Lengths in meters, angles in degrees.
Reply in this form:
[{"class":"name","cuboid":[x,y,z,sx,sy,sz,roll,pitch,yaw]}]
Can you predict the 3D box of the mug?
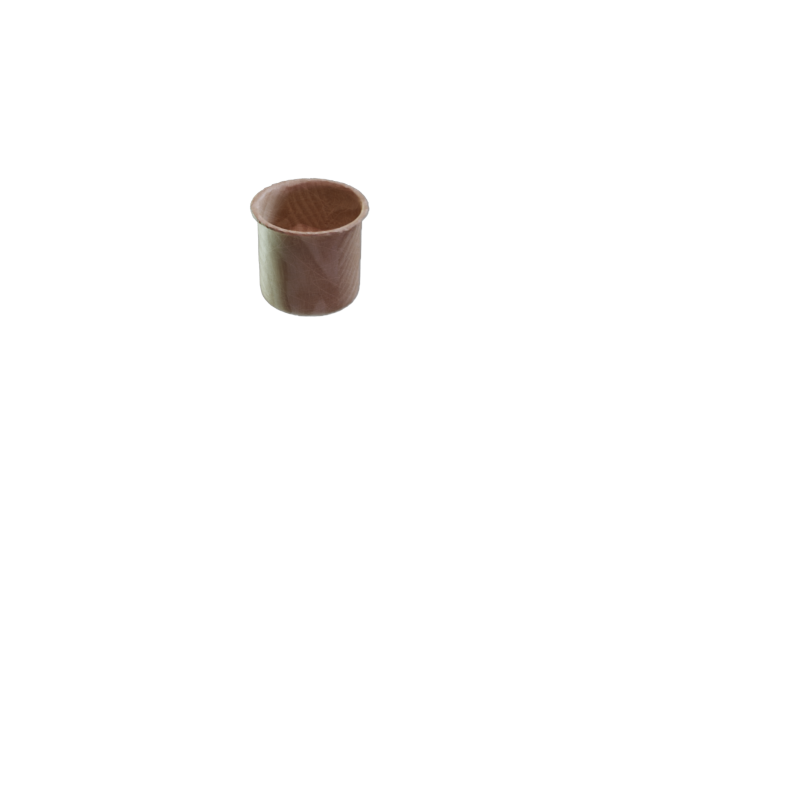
[{"class":"mug","cuboid":[-0.070,-0.128,0.893,0.095,0.076,0.123,7,36,8]}]
